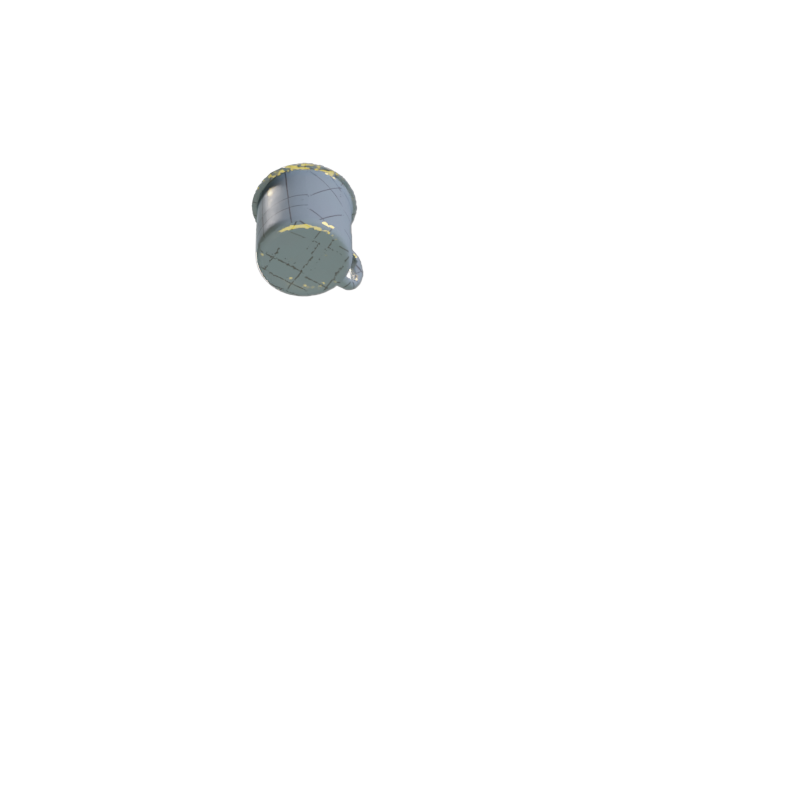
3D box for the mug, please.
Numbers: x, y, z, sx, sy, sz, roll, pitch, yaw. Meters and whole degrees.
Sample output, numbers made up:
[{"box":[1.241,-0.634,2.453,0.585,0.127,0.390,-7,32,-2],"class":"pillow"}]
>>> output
[{"box":[-0.075,-0.137,0.957,0.093,0.087,0.110,-33,-57,23],"class":"mug"}]
